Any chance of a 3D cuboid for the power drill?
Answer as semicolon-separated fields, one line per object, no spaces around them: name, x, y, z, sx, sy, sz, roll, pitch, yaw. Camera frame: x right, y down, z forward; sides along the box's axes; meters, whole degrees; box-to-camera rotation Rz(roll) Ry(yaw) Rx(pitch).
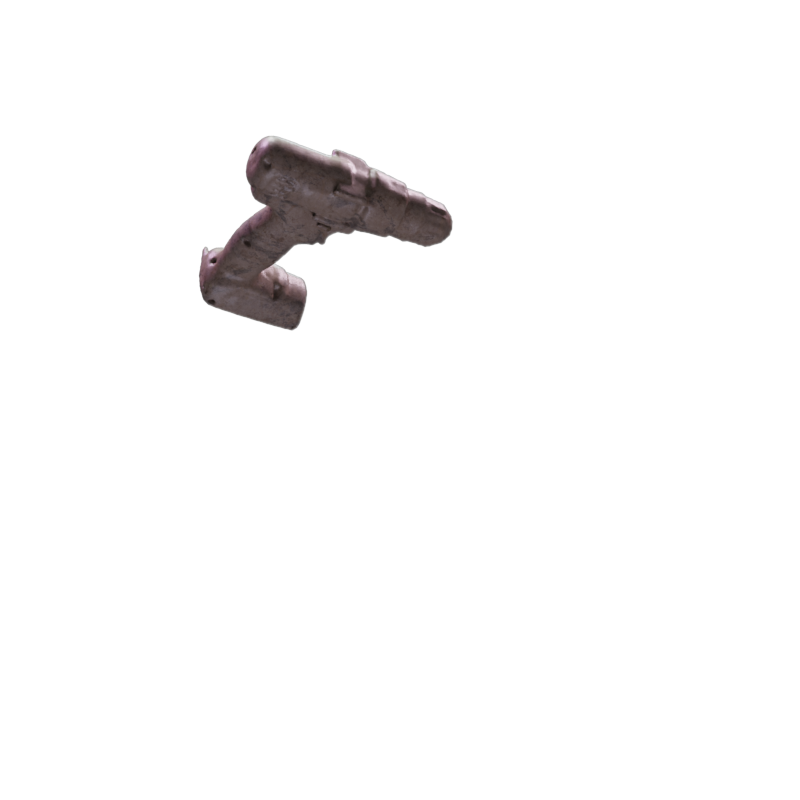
power drill;-0.074;-0.135;0.942;0.176;0.062;0.183;20;-42;-24
